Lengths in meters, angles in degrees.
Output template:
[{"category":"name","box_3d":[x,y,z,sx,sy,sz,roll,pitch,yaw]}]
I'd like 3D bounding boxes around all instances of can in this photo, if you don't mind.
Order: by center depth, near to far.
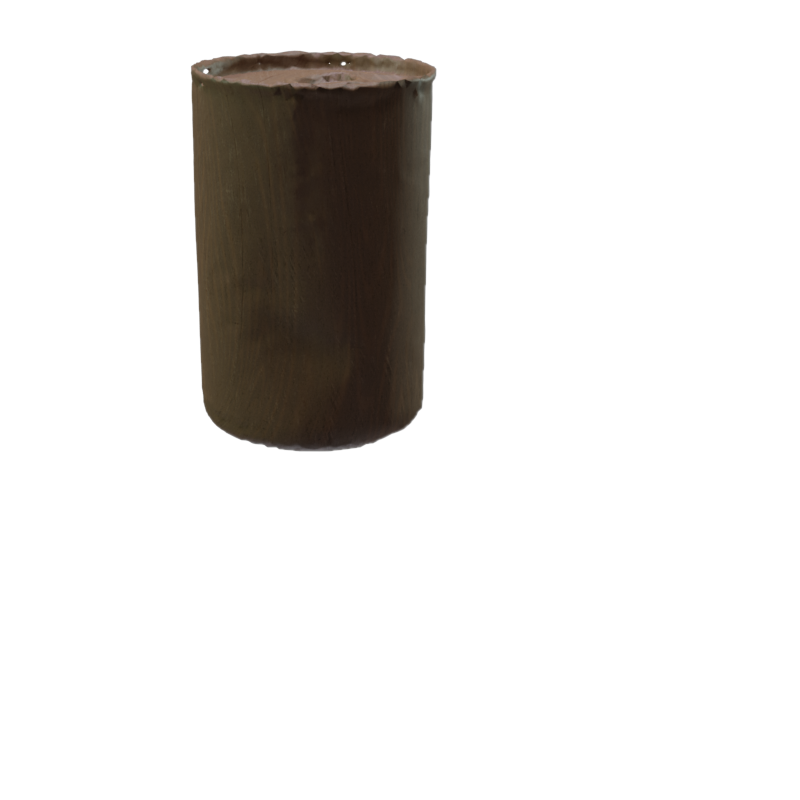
[{"category":"can","box_3d":[-0.025,-0.046,0.320,0.068,0.098,0.072,0,19,-2]}]
